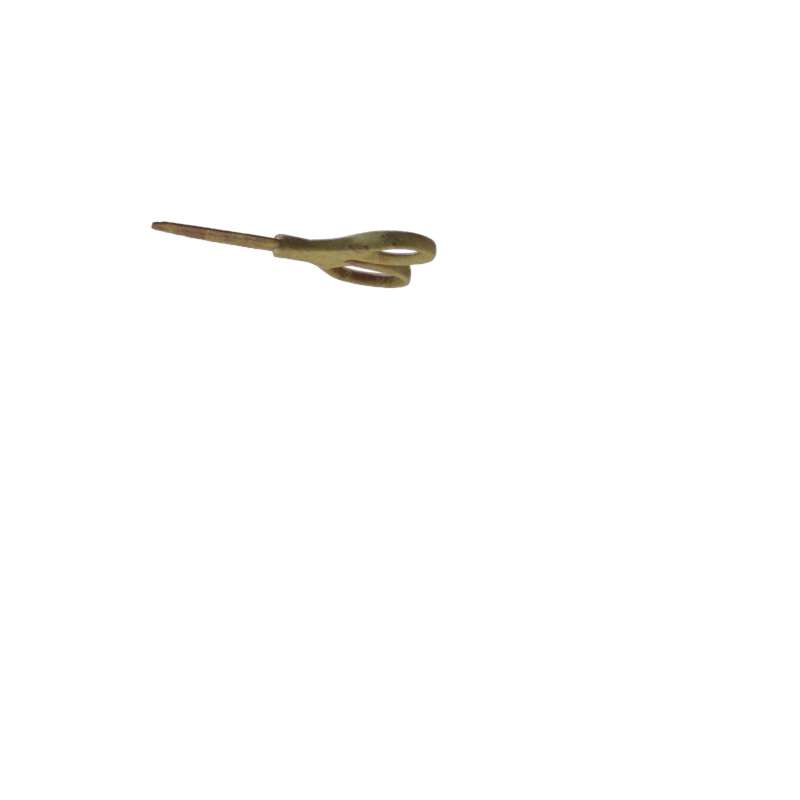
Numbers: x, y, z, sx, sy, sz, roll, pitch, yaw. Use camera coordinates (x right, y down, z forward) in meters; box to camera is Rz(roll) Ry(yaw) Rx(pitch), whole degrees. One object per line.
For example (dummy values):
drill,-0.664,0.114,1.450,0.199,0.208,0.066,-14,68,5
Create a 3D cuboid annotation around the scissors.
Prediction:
scissors,-0.059,-0.108,0.757,0.191,0.016,0.097,12,-18,-39
